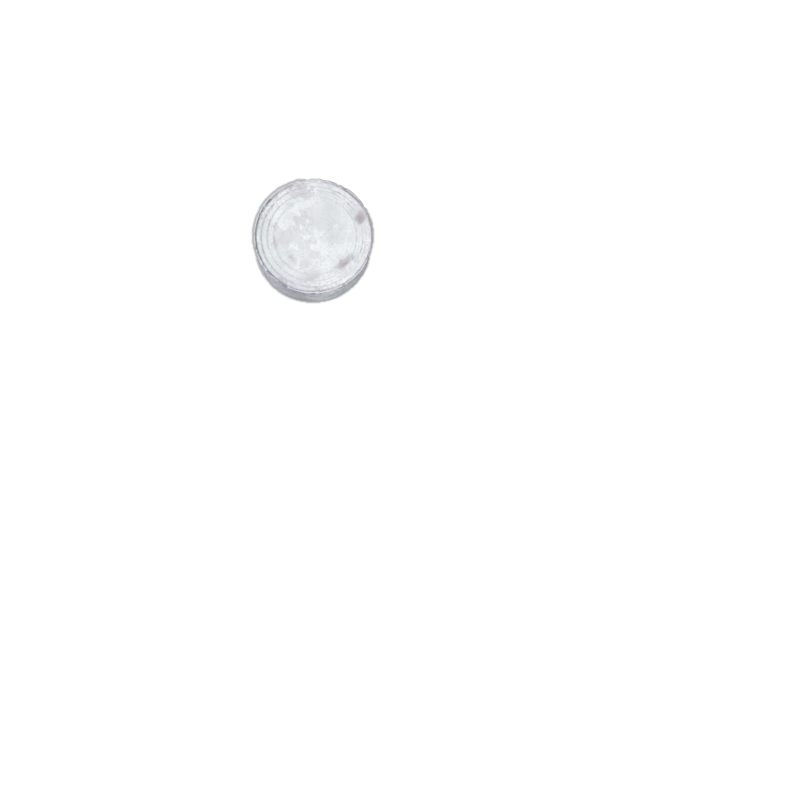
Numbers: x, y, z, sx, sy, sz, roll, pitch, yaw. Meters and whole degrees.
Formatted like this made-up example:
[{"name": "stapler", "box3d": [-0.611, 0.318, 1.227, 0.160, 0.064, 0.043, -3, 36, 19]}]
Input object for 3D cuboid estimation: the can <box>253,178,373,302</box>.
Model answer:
[{"name": "can", "box3d": [-0.063, -0.115, 0.804, 0.086, 0.089, 0.032, 0, -16, -1]}]
